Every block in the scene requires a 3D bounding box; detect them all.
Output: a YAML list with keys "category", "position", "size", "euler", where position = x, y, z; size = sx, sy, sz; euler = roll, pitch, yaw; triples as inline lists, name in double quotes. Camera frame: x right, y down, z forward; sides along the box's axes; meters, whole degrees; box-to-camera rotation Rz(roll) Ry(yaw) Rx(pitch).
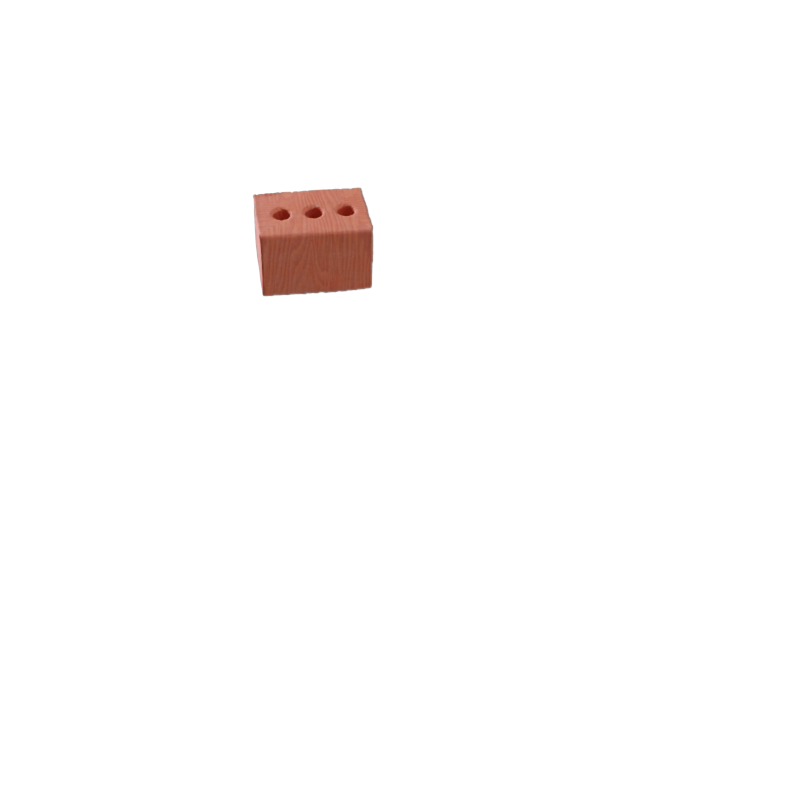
- category: "block"
  position: [-0.059, -0.108, 0.758]
  size: [0.077, 0.048, 0.057]
  euler: [-5, 40, -7]
